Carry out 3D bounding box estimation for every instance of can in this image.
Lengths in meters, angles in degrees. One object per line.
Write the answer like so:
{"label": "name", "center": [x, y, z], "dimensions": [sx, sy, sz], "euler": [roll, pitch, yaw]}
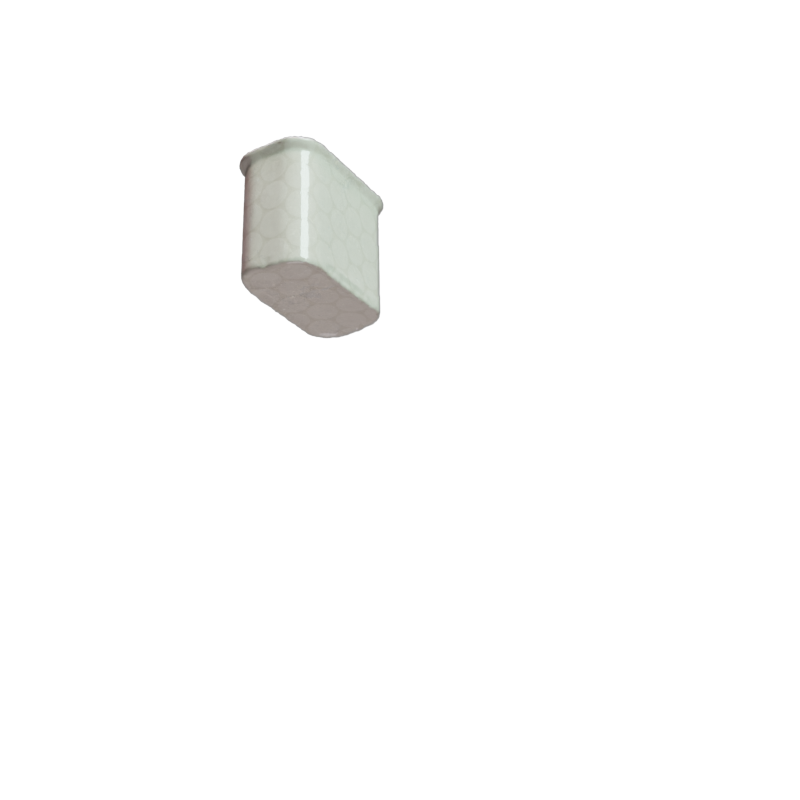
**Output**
{"label": "can", "center": [-0.052, -0.095, 0.669], "dimensions": [0.058, 0.089, 0.095], "euler": [-17, -31, 27]}
